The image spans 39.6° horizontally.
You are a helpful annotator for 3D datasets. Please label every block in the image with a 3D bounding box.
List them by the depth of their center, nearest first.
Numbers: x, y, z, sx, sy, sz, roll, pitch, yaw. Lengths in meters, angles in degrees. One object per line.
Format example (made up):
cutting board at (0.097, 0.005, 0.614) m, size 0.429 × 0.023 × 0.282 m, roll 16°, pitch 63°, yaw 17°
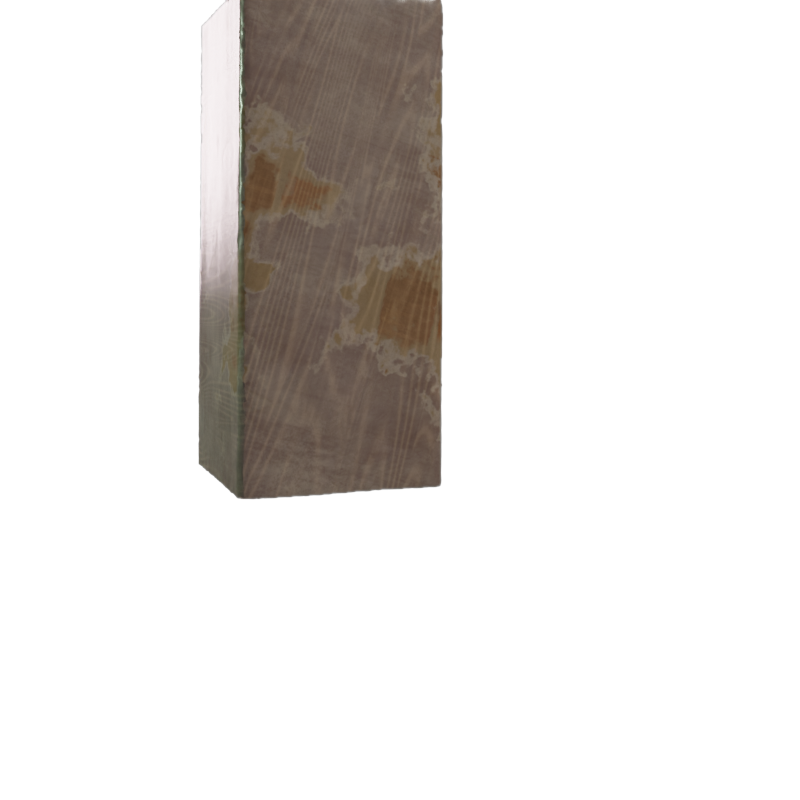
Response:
block at (-0.038, -0.070, 0.493) m, size 0.088 × 0.207 × 0.093 m, roll 0°, pitch 0°, yaw -20°
